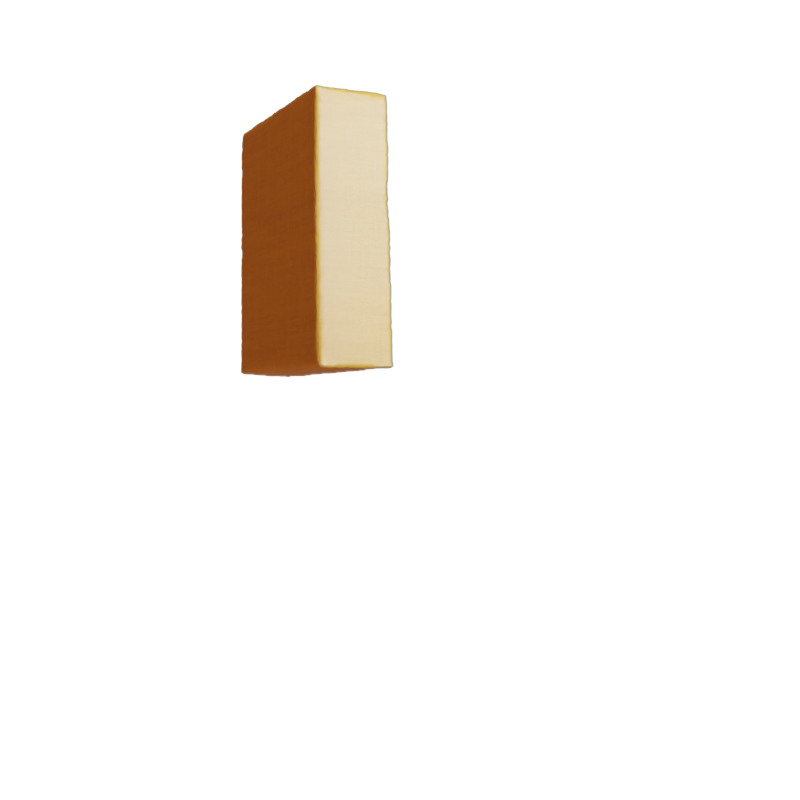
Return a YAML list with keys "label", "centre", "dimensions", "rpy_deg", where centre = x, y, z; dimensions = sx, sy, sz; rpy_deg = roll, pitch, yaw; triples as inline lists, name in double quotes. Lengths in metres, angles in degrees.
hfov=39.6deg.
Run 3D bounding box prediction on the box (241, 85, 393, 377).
- label: "box"
  centre: [-0.071, -0.129, 0.902]
  dimensions: [0.069, 0.218, 0.167]
  rpy_deg: [4, -7, -27]
